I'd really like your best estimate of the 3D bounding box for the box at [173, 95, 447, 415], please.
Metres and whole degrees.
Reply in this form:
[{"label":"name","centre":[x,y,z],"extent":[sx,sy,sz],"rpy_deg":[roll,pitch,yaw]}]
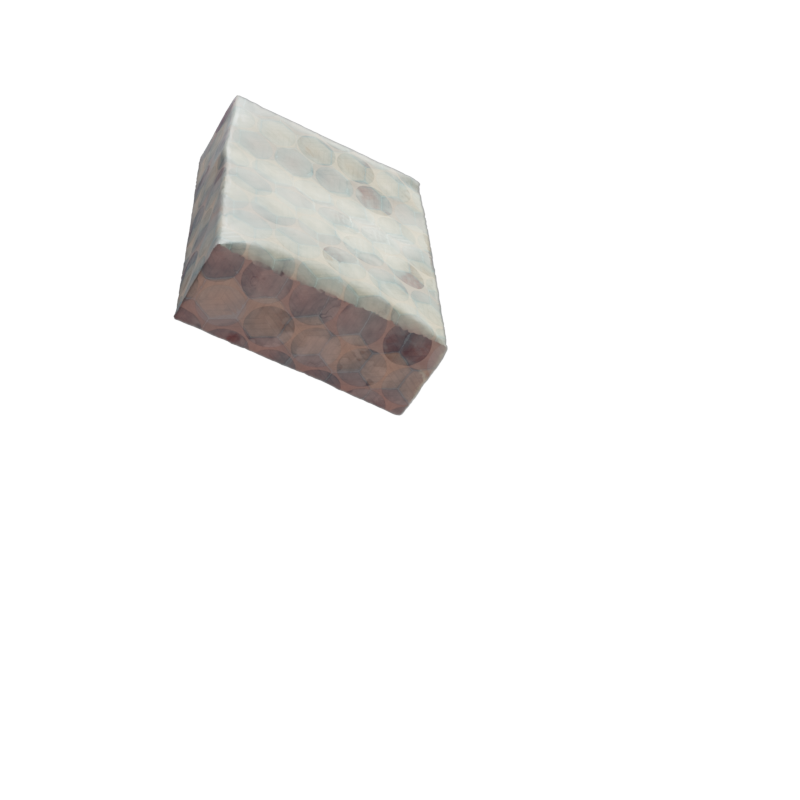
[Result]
[{"label":"box","centre":[-0.060,-0.109,0.761],"extent":[0.158,0.069,0.229],"rpy_deg":[22,33,-18]}]
